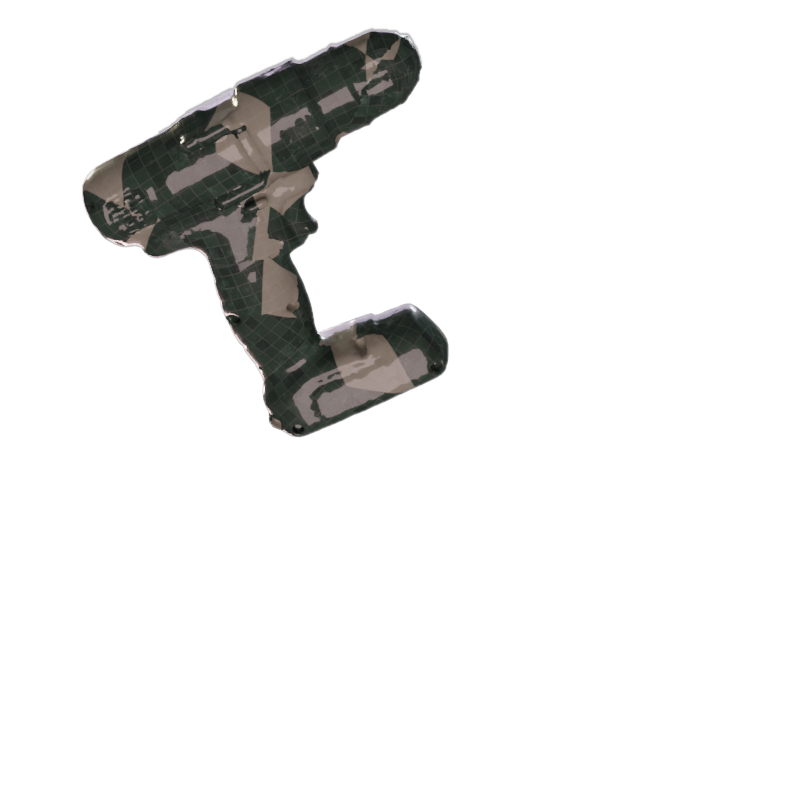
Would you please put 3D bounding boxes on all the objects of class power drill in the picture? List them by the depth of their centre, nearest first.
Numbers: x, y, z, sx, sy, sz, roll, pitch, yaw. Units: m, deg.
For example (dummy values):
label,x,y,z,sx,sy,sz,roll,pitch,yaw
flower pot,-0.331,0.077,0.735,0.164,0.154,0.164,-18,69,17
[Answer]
label,x,y,z,sx,sy,sz,roll,pitch,yaw
power drill,-0.046,-0.083,0.583,0.185,0.177,0.061,-24,25,12
